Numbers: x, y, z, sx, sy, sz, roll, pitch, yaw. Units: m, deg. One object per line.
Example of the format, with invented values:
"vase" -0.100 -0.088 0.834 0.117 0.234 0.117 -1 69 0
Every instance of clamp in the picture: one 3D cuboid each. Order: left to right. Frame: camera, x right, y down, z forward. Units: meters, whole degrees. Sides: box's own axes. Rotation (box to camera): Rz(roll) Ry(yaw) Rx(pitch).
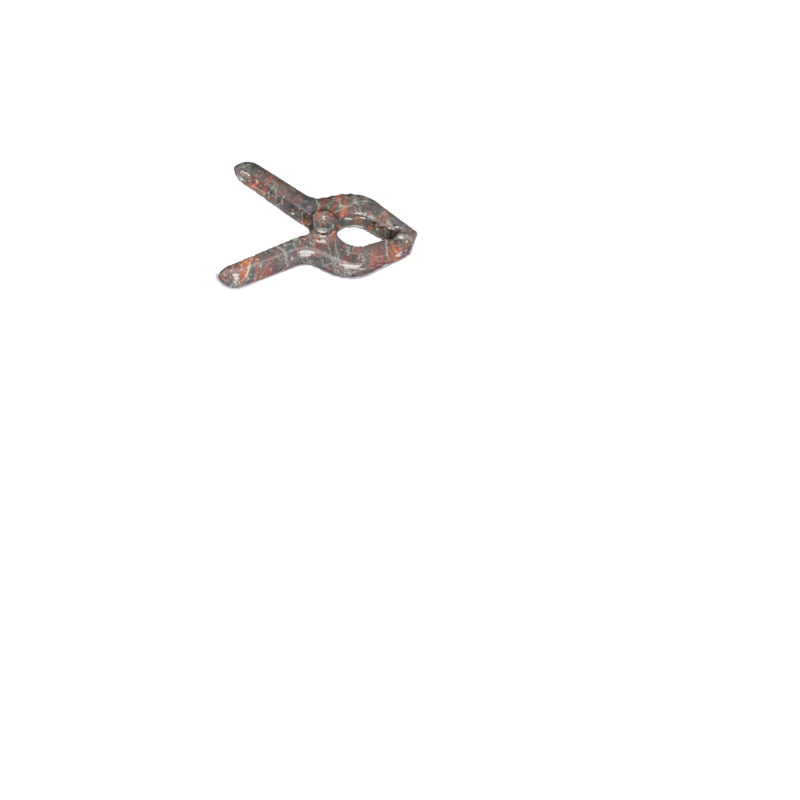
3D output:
"clamp" -0.075 -0.137 0.958 0.173 0.125 0.037 13 -20 5
